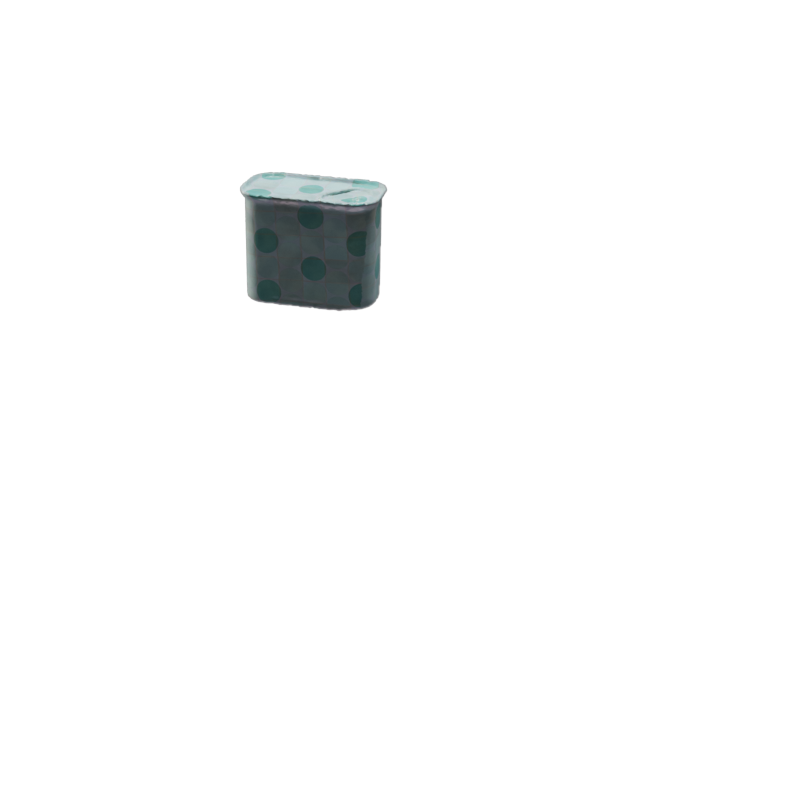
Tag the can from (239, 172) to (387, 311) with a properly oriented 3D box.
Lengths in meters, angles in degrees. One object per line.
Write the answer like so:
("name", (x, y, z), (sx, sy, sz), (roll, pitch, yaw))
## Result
("can", (-0.063, -0.114, 0.801), (0.104, 0.080, 0.059), (7, 24, 14))
